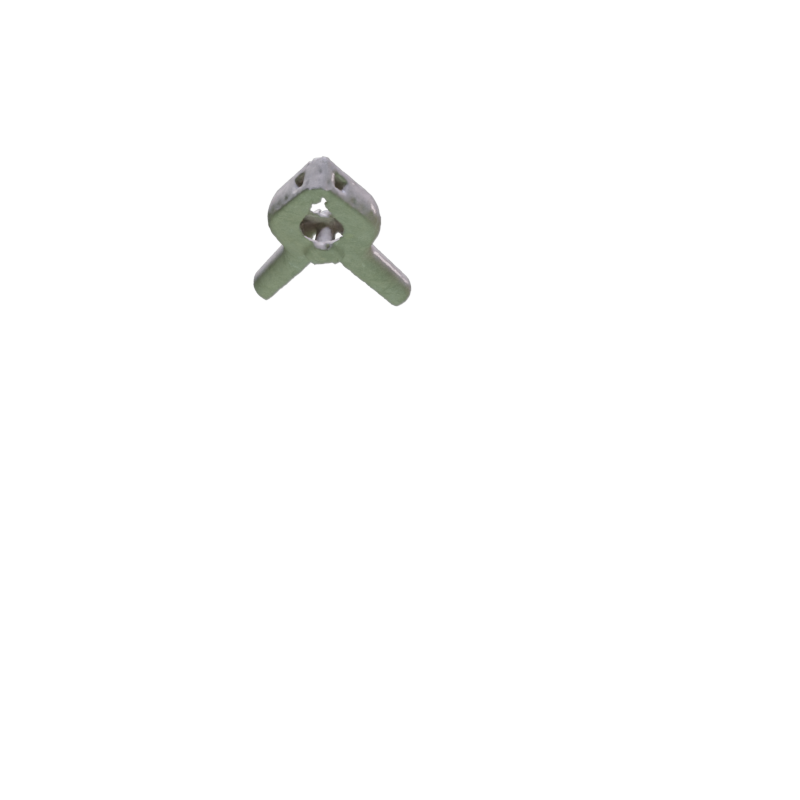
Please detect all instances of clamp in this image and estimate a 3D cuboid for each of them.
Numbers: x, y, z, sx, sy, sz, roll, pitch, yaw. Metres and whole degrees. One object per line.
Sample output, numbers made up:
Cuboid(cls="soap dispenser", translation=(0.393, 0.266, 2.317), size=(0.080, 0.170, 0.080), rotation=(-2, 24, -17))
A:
Cuboid(cls="clamp", translation=(-0.063, -0.114, 0.799), size=(0.121, 0.042, 0.159), rotation=(-5, -30, 9))
